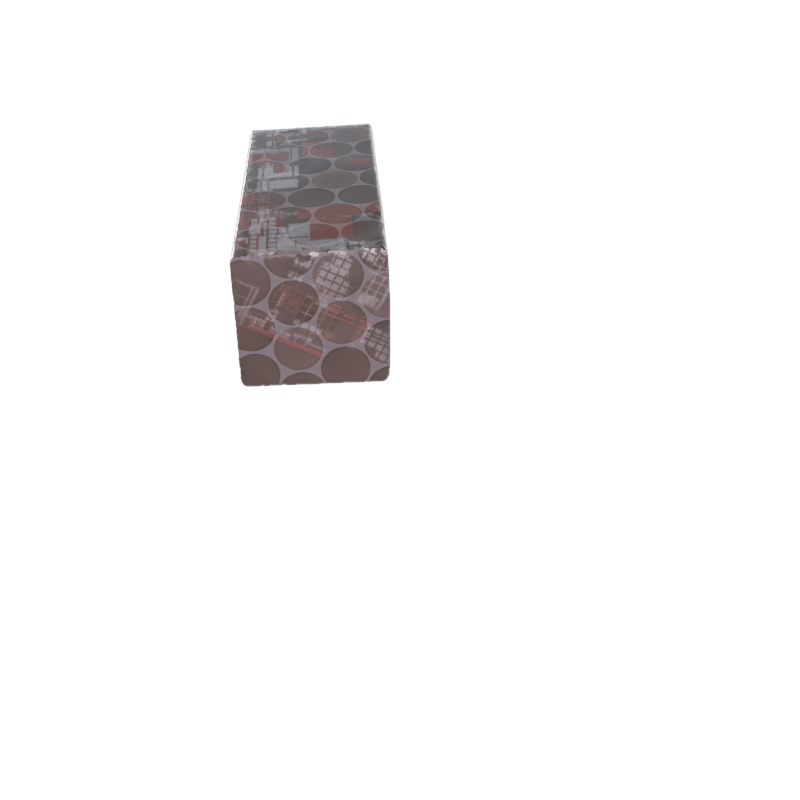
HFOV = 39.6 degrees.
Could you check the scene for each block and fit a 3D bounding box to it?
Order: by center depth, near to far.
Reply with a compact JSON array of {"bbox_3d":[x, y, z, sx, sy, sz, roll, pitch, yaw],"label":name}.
[{"bbox_3d":[-0.057,-0.104,0.729,0.091,0.085,0.219,-3,32,-2],"label":"block"}]
